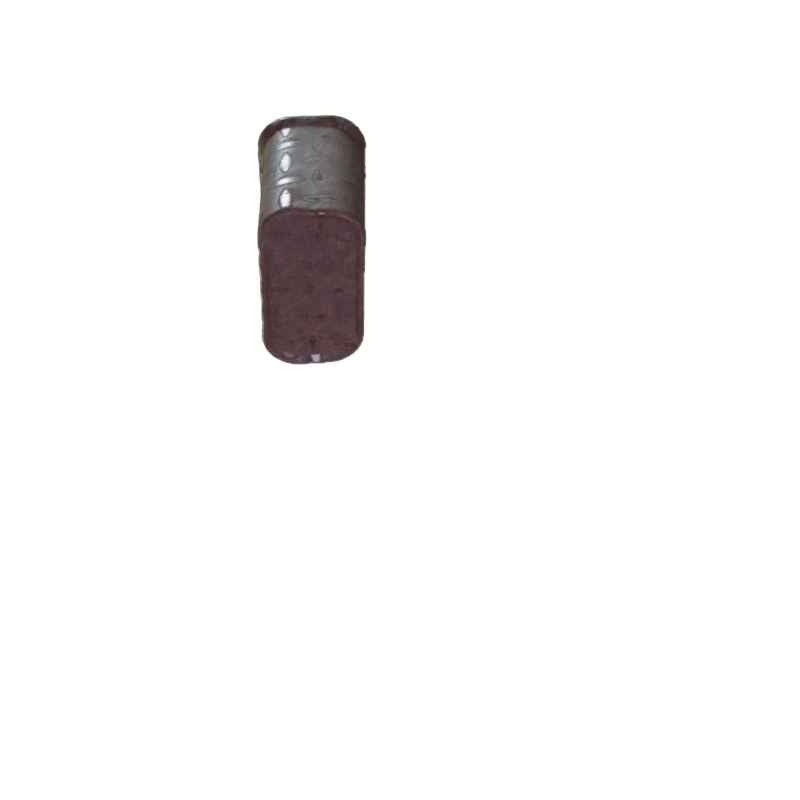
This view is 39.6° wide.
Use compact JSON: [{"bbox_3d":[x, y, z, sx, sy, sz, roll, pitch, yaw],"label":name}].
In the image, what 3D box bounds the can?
[{"bbox_3d":[-0.045,-0.081,0.570,0.057,0.095,0.090,-1,40,-2],"label":"can"}]
